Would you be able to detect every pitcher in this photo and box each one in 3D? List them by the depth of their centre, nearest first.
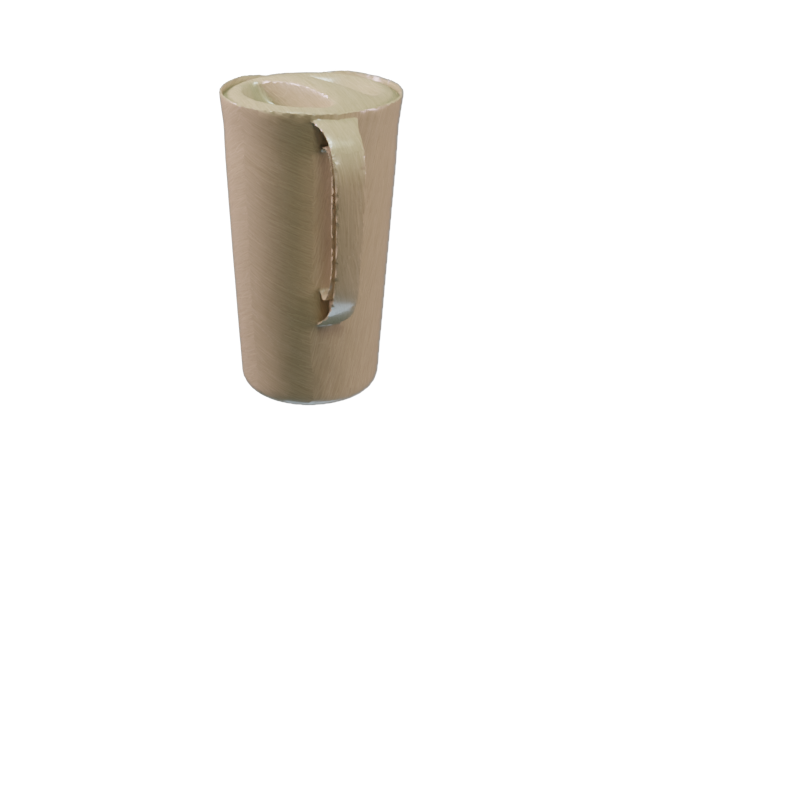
[{"bbox_3d":[-0.065,-0.119,0.833,0.151,0.231,0.151,13,27,24],"label":"pitcher"}]
